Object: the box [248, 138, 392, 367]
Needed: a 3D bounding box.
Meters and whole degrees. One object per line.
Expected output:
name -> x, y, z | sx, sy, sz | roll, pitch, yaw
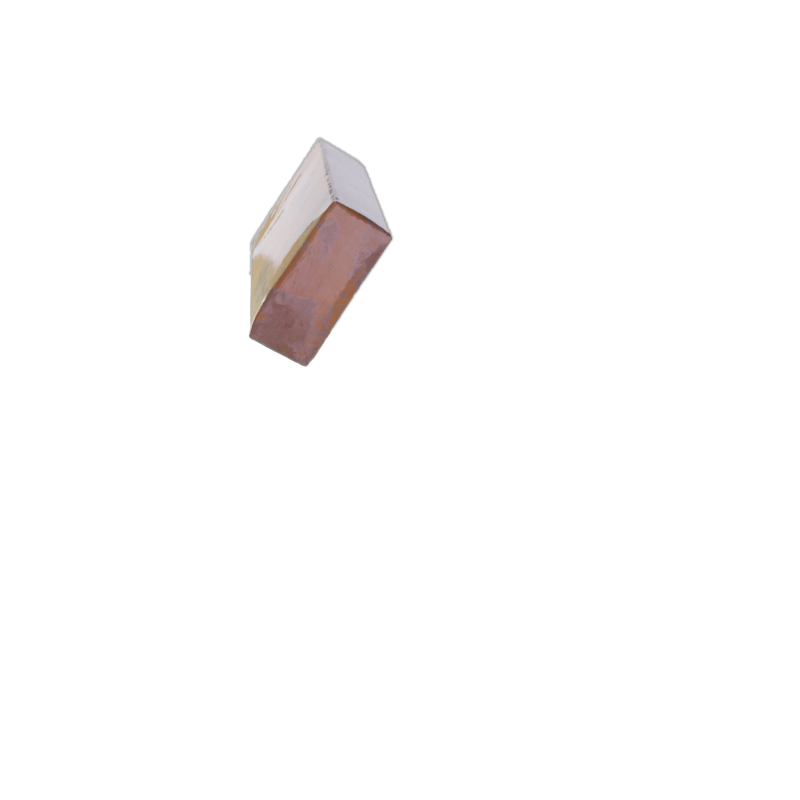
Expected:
box -> -0.054, -0.098, 0.688 | 0.047, 0.092, 0.185 | 31, 17, -16
